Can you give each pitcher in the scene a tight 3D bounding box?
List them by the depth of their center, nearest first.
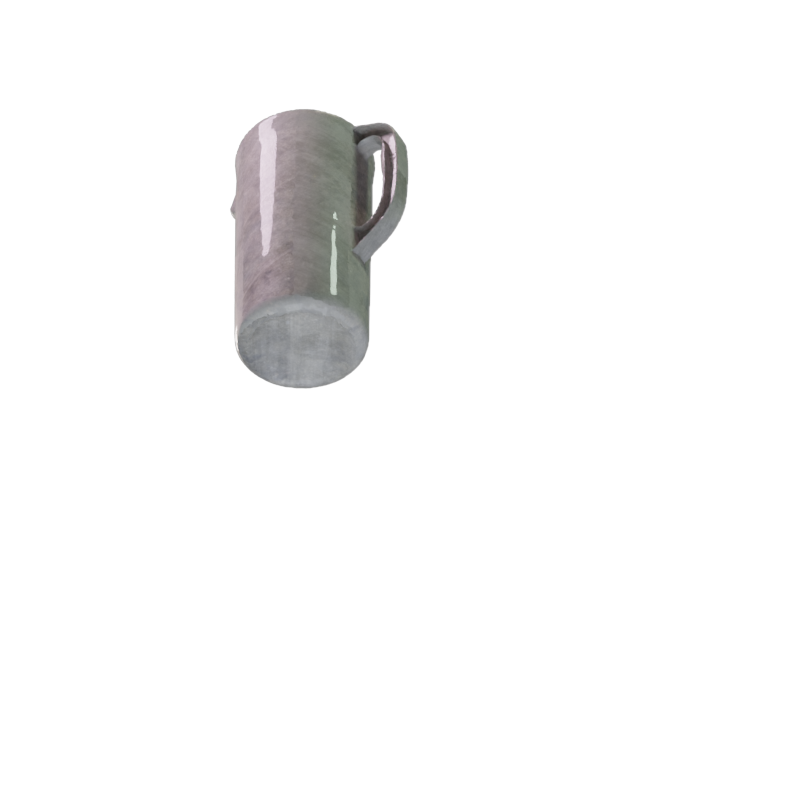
[{"bbox_3d":[-0.075,-0.137,0.961,0.143,0.261,0.141,8,-45,-11],"label":"pitcher"}]
